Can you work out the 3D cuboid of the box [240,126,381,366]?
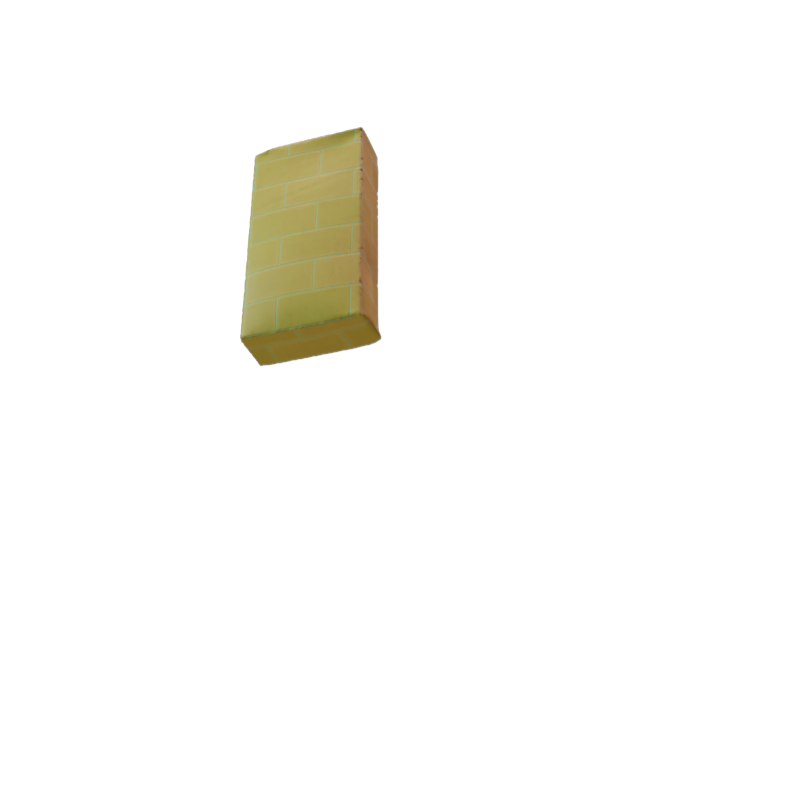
[{"bbox_3d":[-0.064,-0.117,0.816,0.094,0.188,0.044,-12,-35,15],"label":"box"}]
